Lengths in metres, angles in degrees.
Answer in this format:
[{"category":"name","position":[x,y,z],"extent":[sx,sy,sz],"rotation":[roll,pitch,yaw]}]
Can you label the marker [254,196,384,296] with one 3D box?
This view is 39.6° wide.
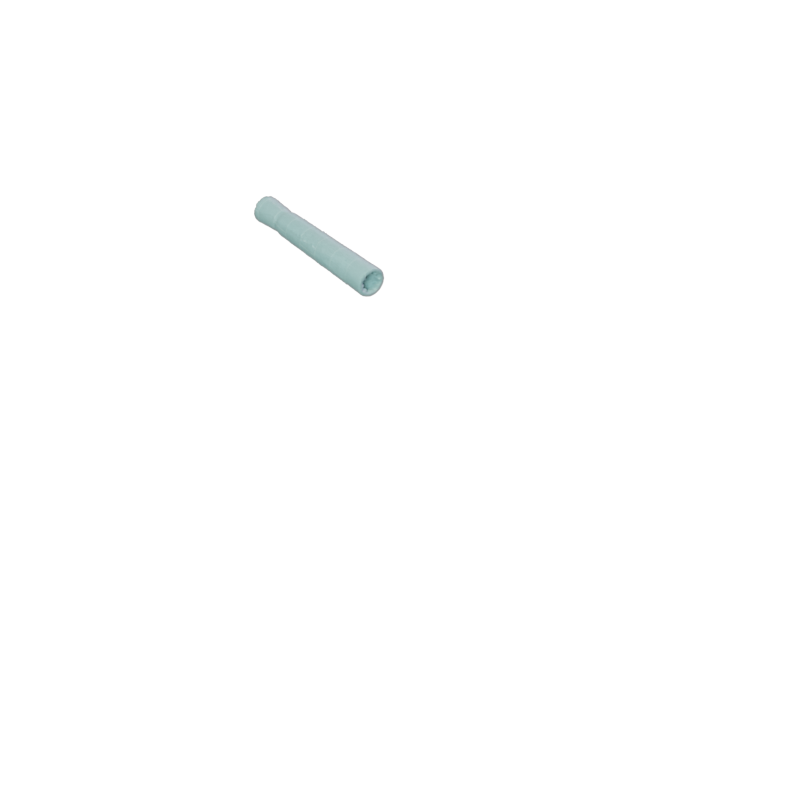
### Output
[{"category":"marker","position":[-0.054,-0.098,0.690],"extent":[0.019,0.019,0.130],"rotation":[-3,29,-39]}]
